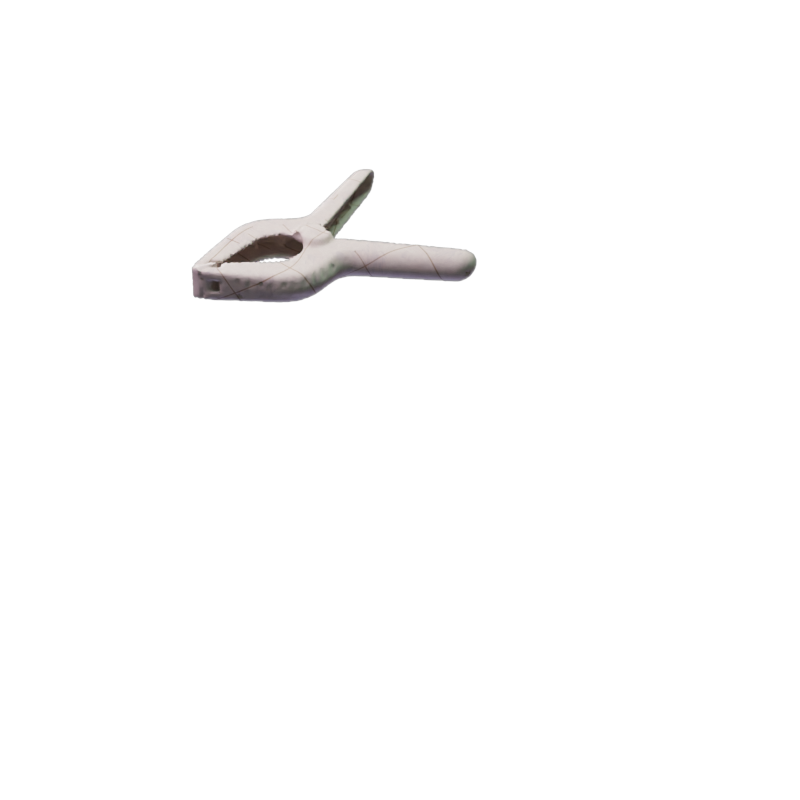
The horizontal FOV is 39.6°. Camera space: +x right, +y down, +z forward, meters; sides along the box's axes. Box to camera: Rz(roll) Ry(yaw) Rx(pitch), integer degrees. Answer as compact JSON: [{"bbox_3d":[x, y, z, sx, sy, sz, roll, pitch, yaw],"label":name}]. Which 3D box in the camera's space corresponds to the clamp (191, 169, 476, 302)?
[{"bbox_3d":[-0.069,-0.125,0.876,0.207,0.034,0.178,-15,39,-19],"label":"clamp"}]
